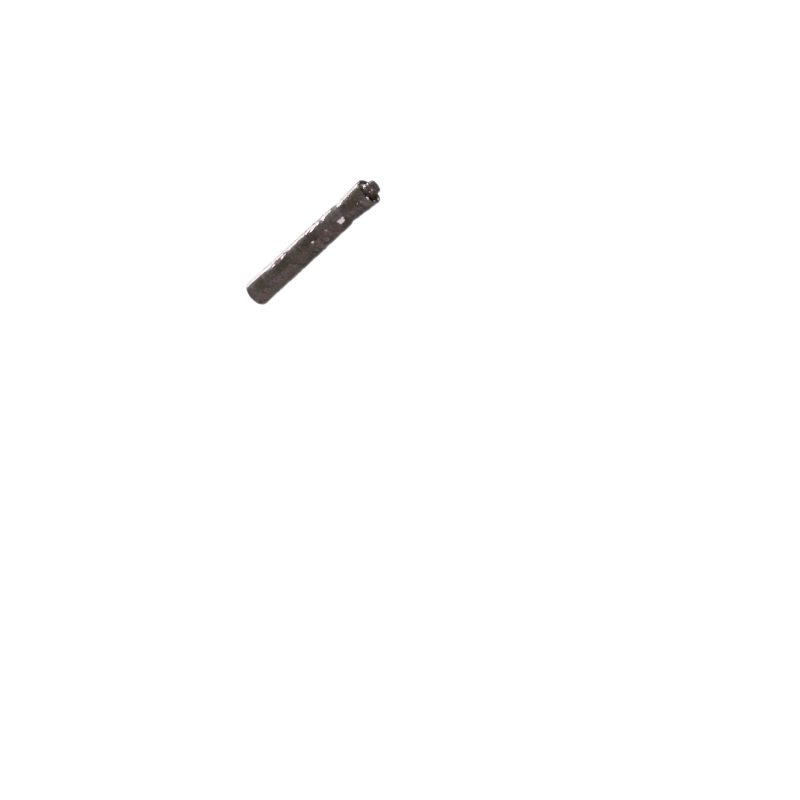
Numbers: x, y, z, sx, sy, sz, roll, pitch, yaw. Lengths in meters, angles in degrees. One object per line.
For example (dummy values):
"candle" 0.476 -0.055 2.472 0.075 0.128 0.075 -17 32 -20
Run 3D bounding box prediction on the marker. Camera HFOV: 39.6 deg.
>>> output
"marker" -0.057 -0.104 0.729 0.119 0.021 0.019 -38 -18 30
